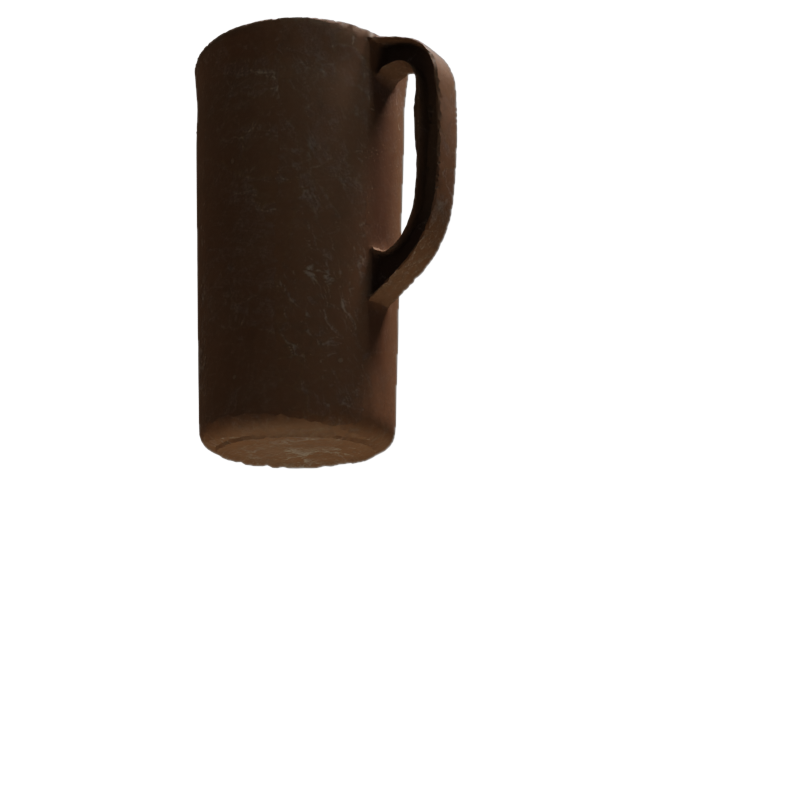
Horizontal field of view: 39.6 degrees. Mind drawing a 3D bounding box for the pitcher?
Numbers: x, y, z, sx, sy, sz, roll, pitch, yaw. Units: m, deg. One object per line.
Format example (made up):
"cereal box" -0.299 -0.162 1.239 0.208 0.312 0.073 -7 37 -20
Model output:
"pitcher" -0.050 -0.092 0.641 0.143 0.255 0.144 2 -20 -10
